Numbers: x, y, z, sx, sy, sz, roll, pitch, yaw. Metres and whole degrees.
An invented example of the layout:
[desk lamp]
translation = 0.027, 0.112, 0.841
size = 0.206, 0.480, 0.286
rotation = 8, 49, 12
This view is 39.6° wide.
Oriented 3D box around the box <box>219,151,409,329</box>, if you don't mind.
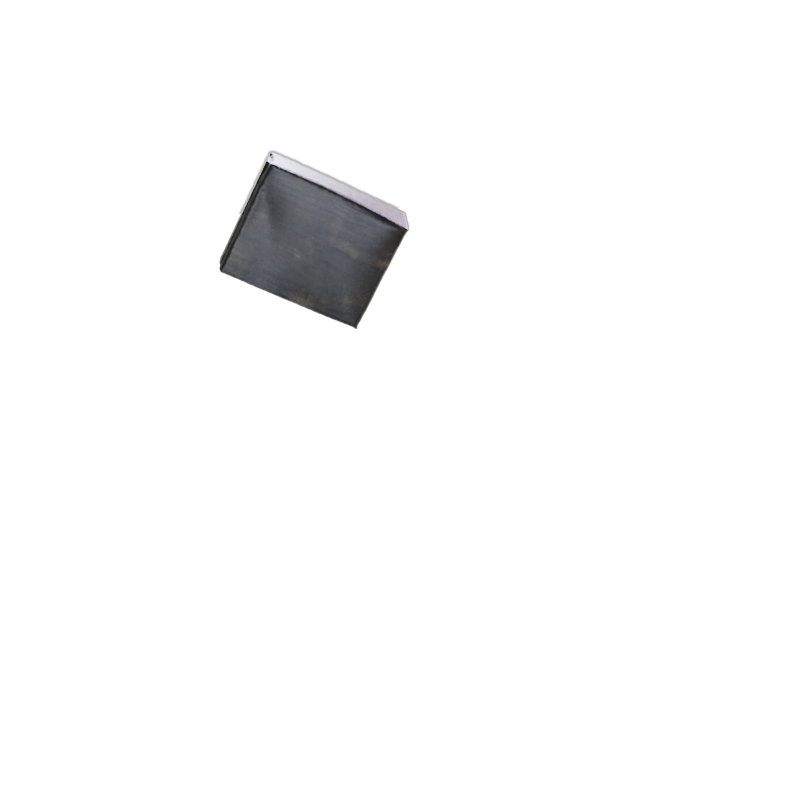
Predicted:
[box]
translation = -0.063, -0.114, 0.800
size = 0.111, 0.088, 0.041
rotation = 25, 18, -9
